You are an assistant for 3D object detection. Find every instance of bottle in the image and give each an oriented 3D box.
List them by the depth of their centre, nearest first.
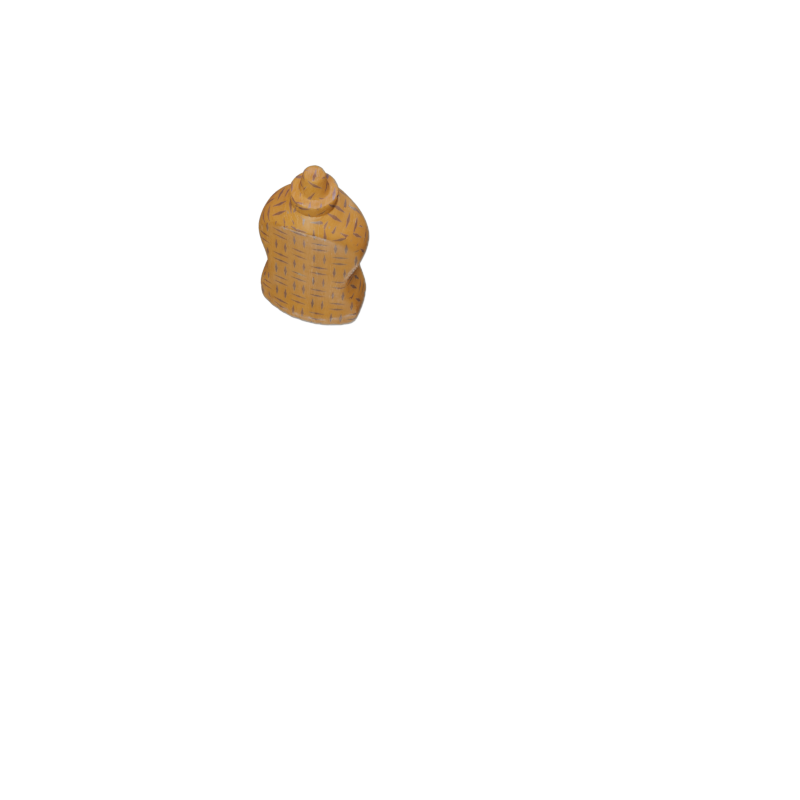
[{"bbox_3d":[-0.076,-0.139,0.971,0.098,0.061,0.180,20,-28,8],"label":"bottle"}]
